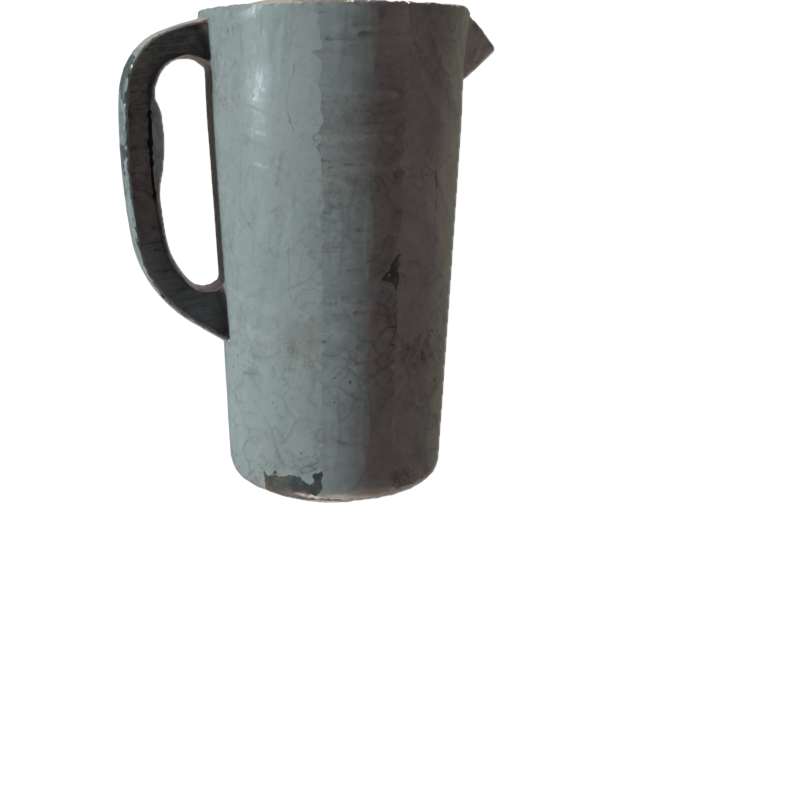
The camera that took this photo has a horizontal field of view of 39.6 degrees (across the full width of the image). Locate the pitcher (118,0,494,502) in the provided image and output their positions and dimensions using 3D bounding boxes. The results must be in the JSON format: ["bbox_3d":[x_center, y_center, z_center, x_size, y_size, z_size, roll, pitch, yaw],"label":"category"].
[{"bbox_3d":[-0.044,-0.080,0.557,0.154,0.238,0.143,5,11,25],"label":"pitcher"}]
